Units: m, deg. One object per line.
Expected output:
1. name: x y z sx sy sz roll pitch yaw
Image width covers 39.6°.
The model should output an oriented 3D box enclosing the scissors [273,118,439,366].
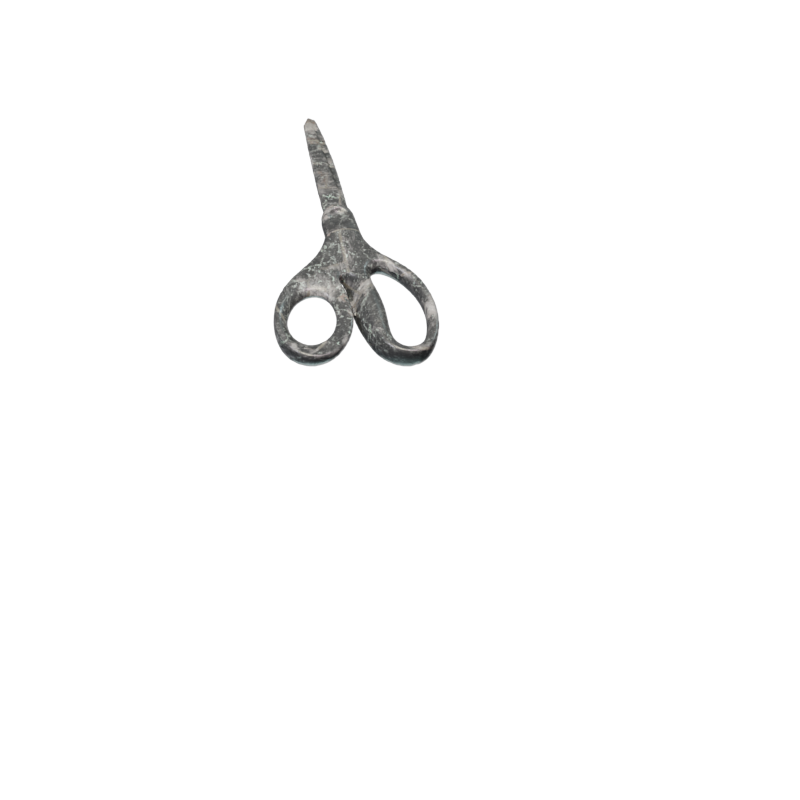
1. scissors: -0.050 -0.091 0.636 0.095 0.218 0.015 -21 -38 -17
